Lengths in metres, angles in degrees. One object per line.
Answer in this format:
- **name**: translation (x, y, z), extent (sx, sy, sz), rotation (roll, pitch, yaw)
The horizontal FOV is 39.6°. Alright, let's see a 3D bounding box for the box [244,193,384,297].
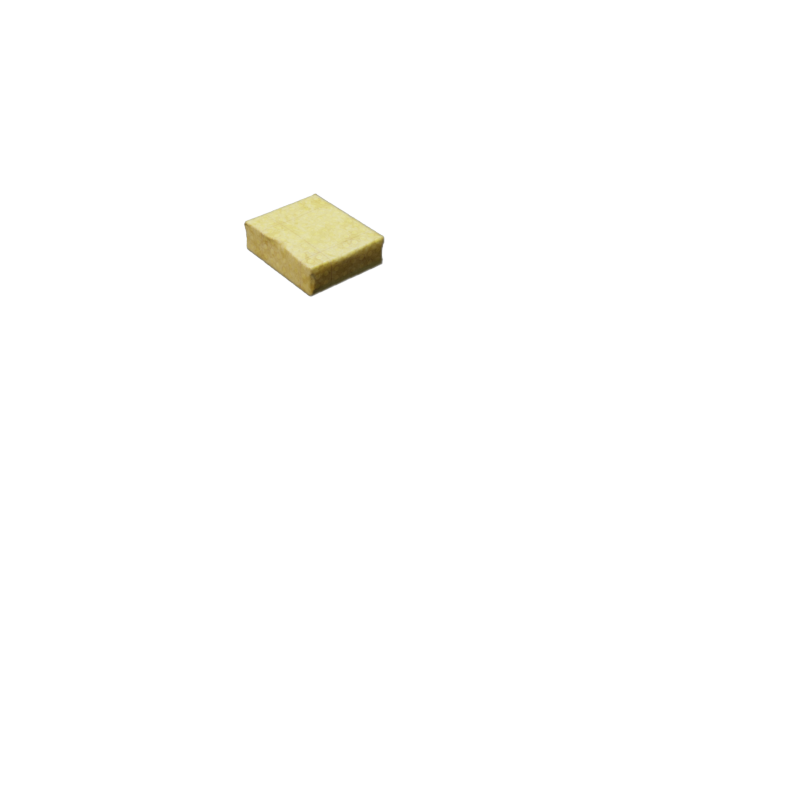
- **box**: translation (-0.069, -0.125, 0.874), extent (0.073, 0.028, 0.096), rotation (-26, 45, -30)
